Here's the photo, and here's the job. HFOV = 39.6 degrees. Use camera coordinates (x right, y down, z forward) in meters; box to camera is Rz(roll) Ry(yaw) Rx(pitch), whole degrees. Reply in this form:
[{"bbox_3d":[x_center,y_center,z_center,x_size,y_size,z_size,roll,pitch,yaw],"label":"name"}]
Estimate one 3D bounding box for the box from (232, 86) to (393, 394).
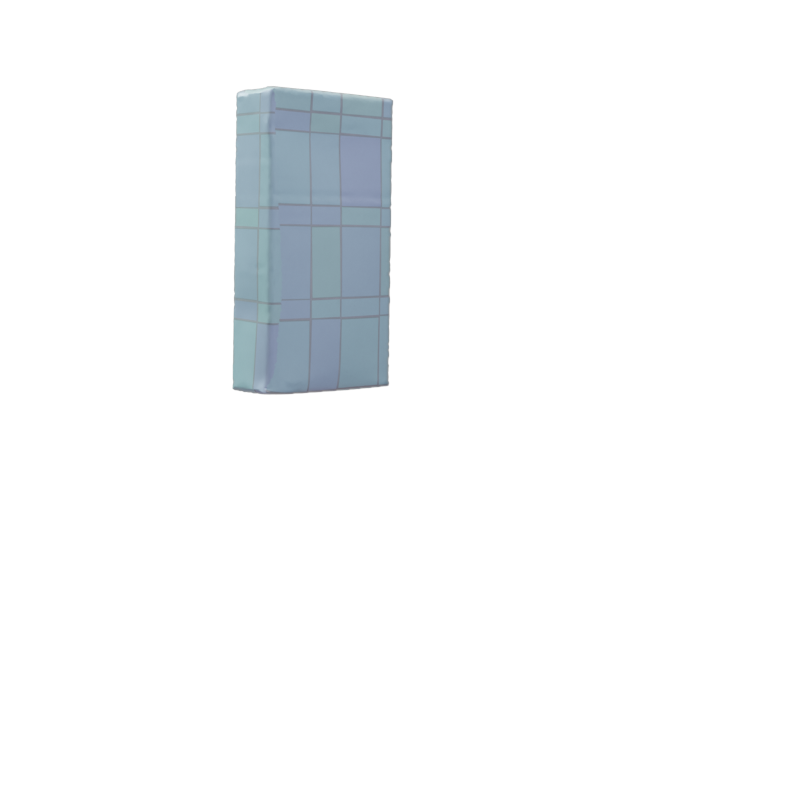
[{"bbox_3d":[-0.052,-0.094,0.661,0.090,0.177,0.050,0,0,-40],"label":"box"}]
